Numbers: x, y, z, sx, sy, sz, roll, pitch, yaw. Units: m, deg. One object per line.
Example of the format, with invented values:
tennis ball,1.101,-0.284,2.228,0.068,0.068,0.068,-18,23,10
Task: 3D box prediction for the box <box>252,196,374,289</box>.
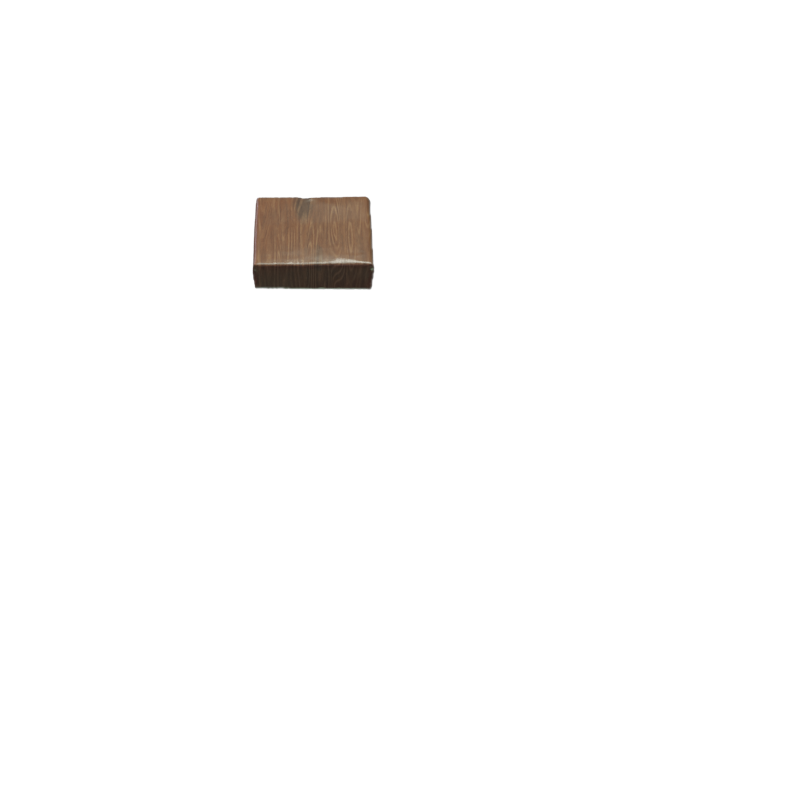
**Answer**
box,-0.065,-0.119,0.833,0.089,0.078,0.028,-1,-41,-1
